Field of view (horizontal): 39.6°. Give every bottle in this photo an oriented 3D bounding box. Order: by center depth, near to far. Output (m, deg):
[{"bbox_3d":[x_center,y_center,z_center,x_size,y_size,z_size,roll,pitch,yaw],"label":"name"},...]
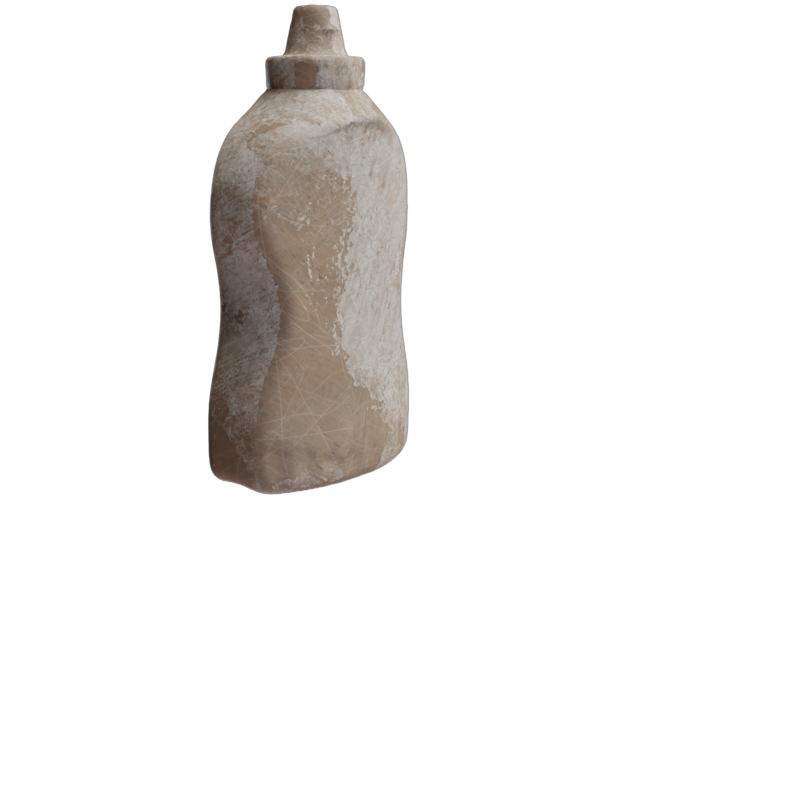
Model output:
[{"bbox_3d":[-0.036,-0.066,0.459,0.061,0.189,0.093,7,10,42],"label":"bottle"}]
